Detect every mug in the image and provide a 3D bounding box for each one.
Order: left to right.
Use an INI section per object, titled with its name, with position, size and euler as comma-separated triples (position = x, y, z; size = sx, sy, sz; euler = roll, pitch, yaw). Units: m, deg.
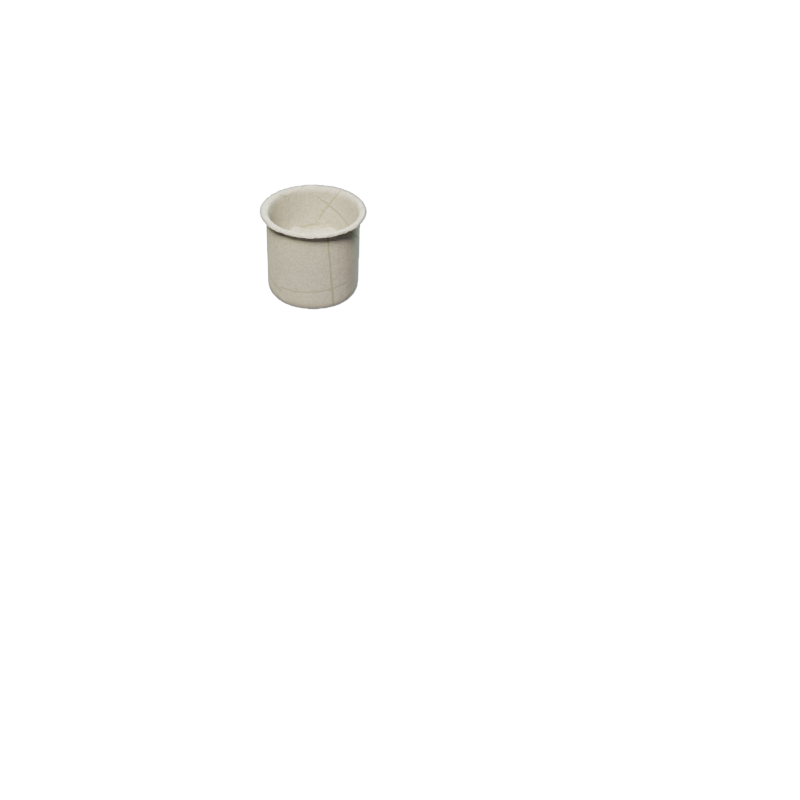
[mug]
position = -0.078, -0.142, 0.996
size = 0.093, 0.076, 0.125
euler = 0, 36, -2
